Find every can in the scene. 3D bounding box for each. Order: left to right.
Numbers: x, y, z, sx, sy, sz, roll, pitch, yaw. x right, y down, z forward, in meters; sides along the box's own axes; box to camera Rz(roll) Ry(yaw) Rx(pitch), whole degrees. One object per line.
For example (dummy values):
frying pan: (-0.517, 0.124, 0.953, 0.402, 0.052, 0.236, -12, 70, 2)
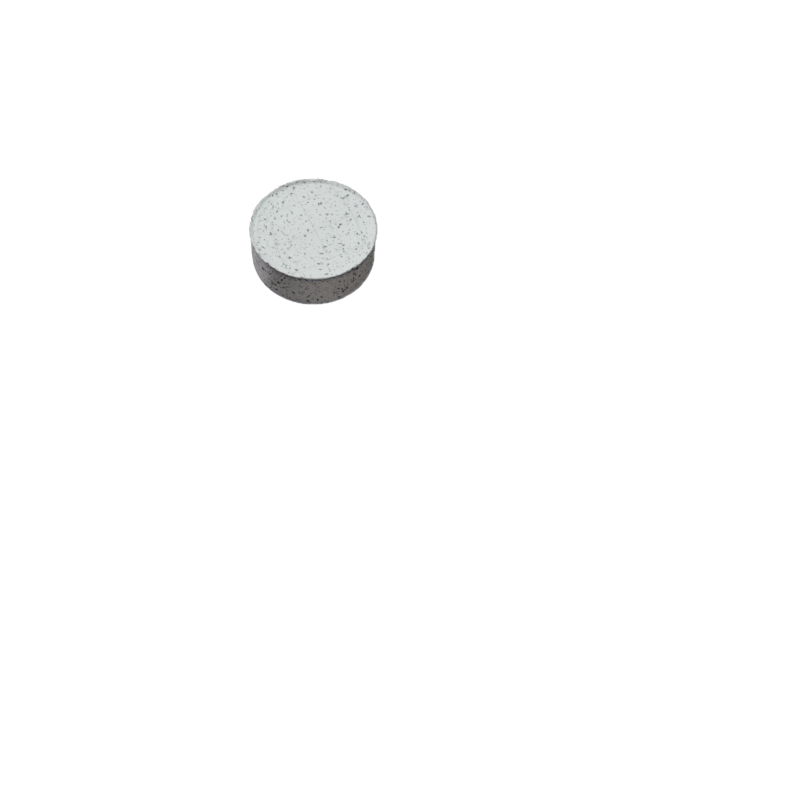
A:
can: (-0.059, -0.107, 0.753, 0.086, 0.092, 0.031, -1, -35, -1)
